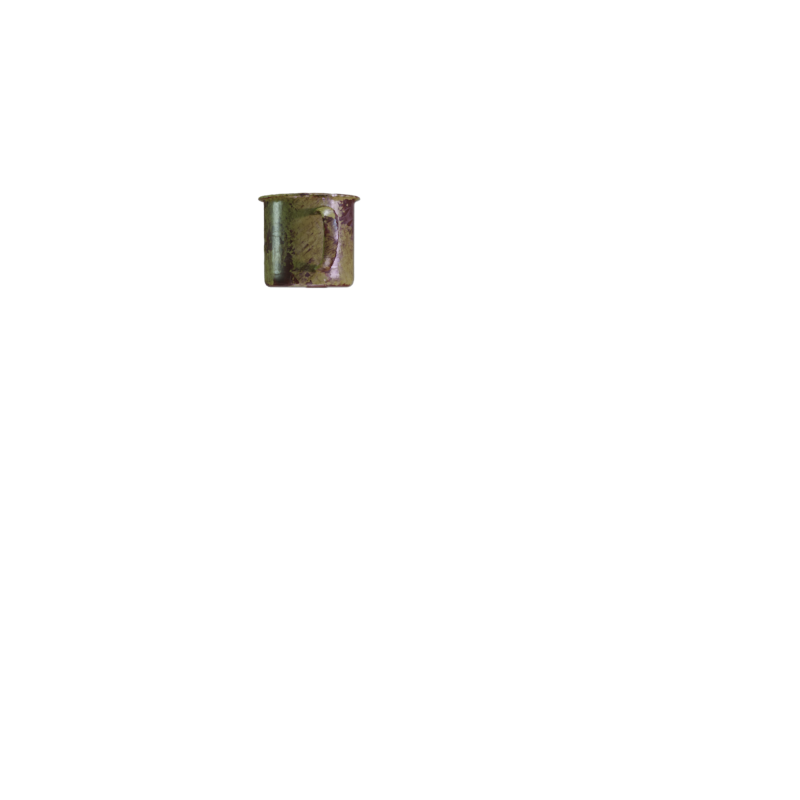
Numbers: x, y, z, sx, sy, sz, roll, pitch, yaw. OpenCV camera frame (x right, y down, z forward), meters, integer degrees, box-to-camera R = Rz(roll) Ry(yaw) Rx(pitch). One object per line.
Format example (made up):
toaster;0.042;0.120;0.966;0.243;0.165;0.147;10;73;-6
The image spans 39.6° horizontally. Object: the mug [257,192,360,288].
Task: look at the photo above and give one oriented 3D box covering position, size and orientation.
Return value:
mug;-0.077;-0.141;0.989;0.091;0.082;0.120;-1;2;-22
